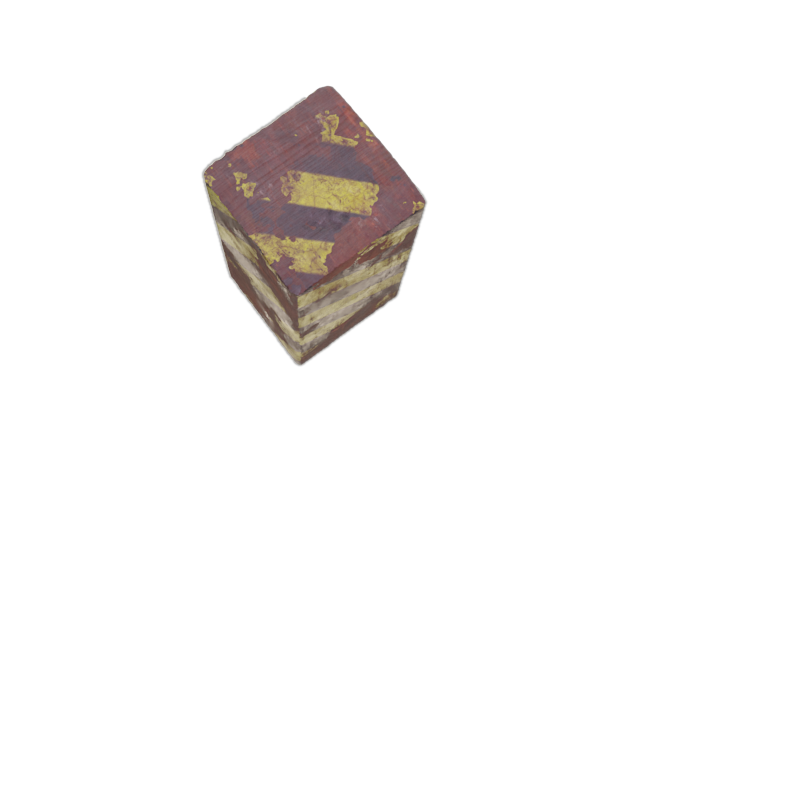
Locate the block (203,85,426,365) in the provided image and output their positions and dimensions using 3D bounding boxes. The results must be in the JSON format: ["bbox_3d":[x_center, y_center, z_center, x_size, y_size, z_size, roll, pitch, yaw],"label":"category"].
[{"bbox_3d":[-0.054,-0.099,0.691,0.091,0.092,0.200,-37,-6,-9],"label":"block"}]
